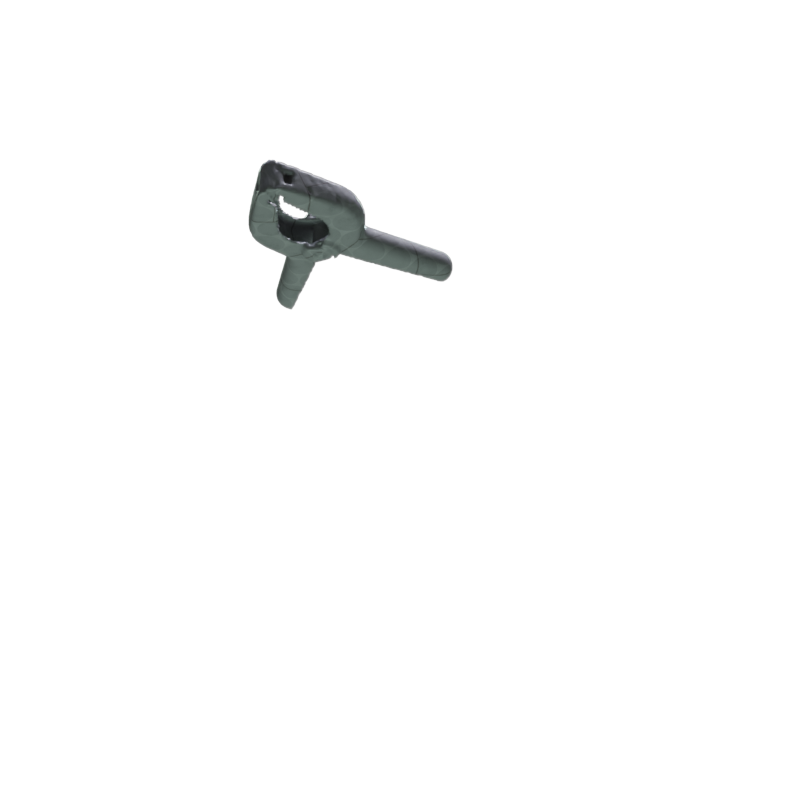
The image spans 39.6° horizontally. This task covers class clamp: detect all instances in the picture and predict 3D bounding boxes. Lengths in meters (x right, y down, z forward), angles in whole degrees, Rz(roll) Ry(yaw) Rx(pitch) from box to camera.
[{"bbox_3d":[-0.072,-0.131,0.921,0.167,0.038,0.195,-13,-26,27],"label":"clamp"}]
